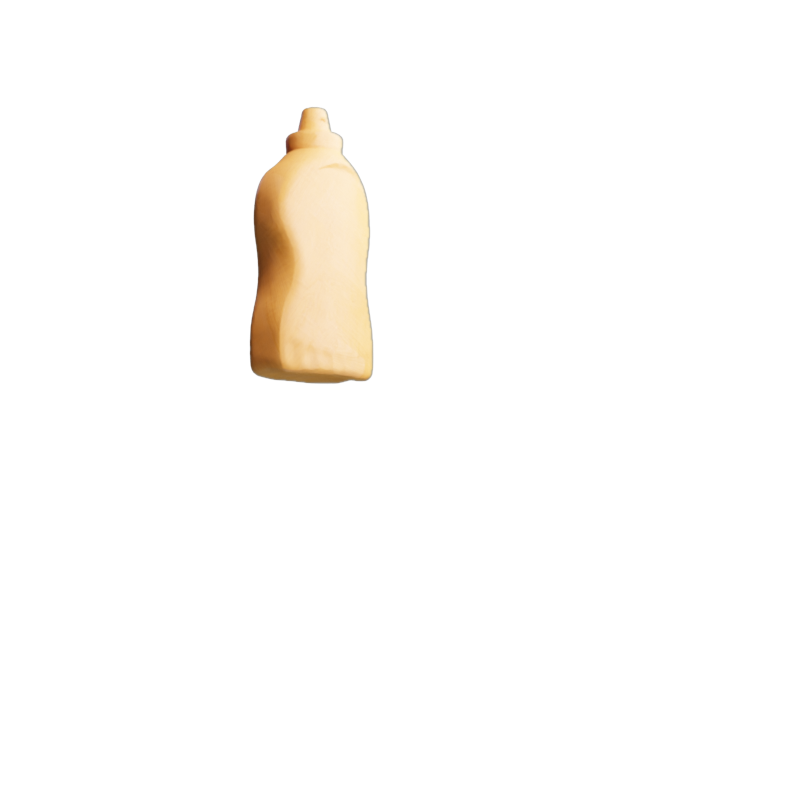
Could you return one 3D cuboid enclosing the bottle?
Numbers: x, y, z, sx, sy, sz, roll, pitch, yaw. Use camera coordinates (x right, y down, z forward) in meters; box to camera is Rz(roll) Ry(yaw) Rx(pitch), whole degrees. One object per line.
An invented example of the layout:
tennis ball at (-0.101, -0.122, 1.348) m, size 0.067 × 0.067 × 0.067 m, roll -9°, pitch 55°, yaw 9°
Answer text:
bottle at (-0.060, -0.110, 0.772) m, size 0.060 × 0.197 × 0.091 m, roll -11°, pitch -15°, yaw 41°
